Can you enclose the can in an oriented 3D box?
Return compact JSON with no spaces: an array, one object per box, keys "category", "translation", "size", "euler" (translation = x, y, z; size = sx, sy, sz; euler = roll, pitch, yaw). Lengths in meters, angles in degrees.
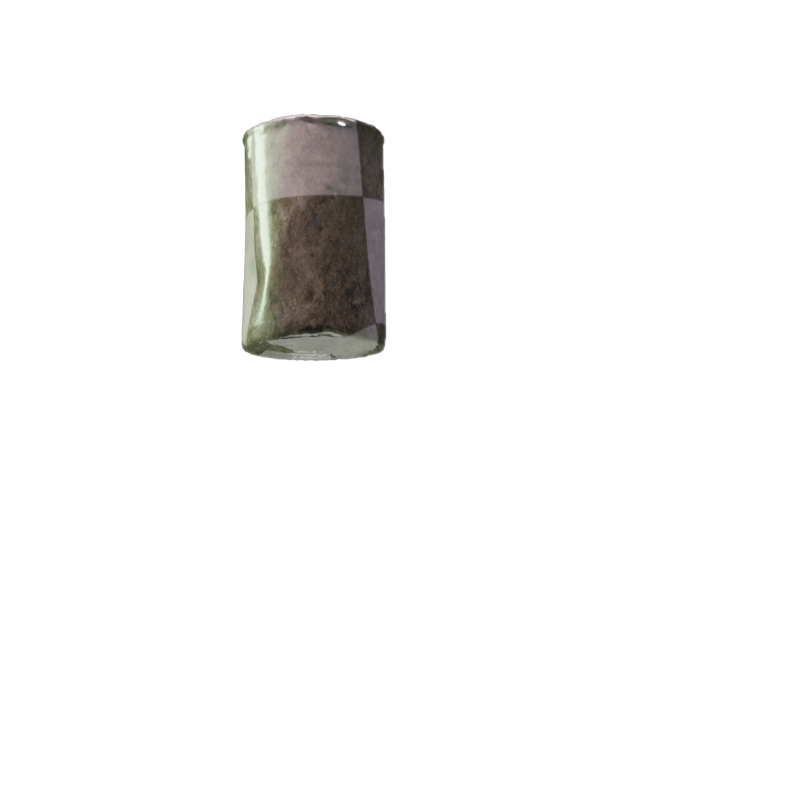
[{"category":"can","translation":[-0.040,-0.074,0.517],"size":[0.068,0.106,0.066],"euler":[0,-13,-2]}]
